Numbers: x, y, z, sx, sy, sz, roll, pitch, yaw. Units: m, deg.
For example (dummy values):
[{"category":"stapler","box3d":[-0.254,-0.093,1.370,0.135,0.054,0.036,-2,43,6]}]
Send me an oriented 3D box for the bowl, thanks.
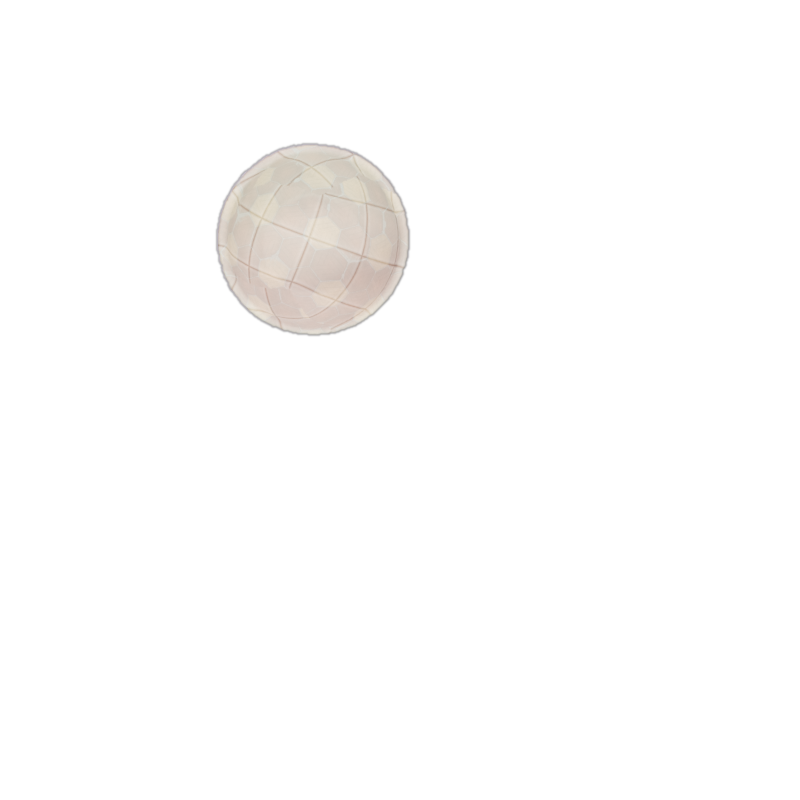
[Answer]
[{"category":"bowl","box3d":[-0.075,-0.136,0.955,0.162,0.164,0.054,0,-4,0]}]
